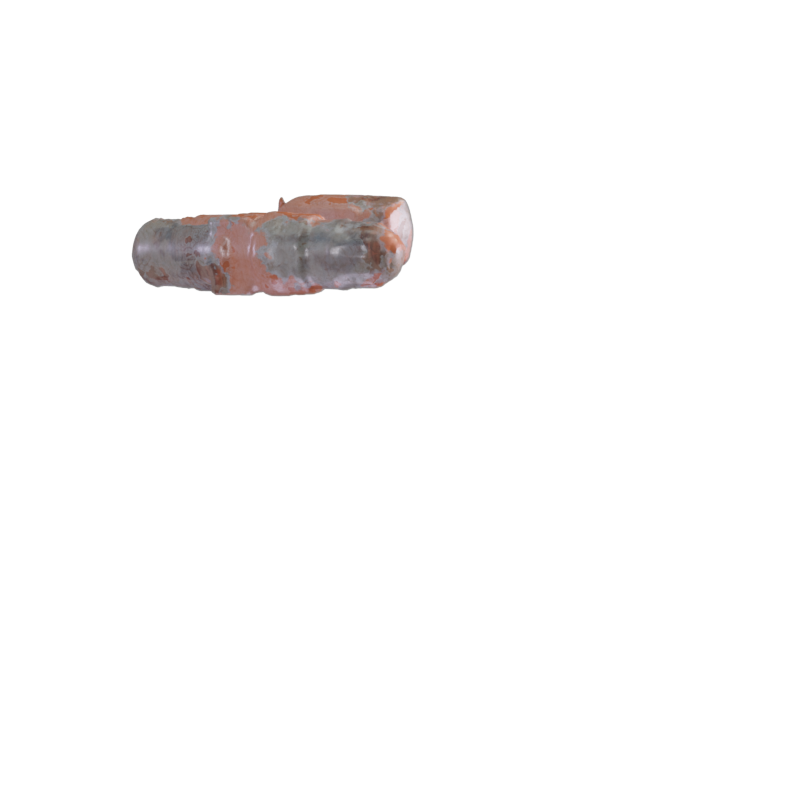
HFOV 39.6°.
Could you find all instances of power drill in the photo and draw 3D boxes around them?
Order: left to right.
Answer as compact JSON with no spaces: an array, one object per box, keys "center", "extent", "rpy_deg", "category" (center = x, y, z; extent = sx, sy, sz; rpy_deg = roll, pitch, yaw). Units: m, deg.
[{"center":[-0.059,-0.107,0.748],"extent":[0.191,0.056,0.185],"rpy_deg":[5,13,24],"category":"power drill"}]
